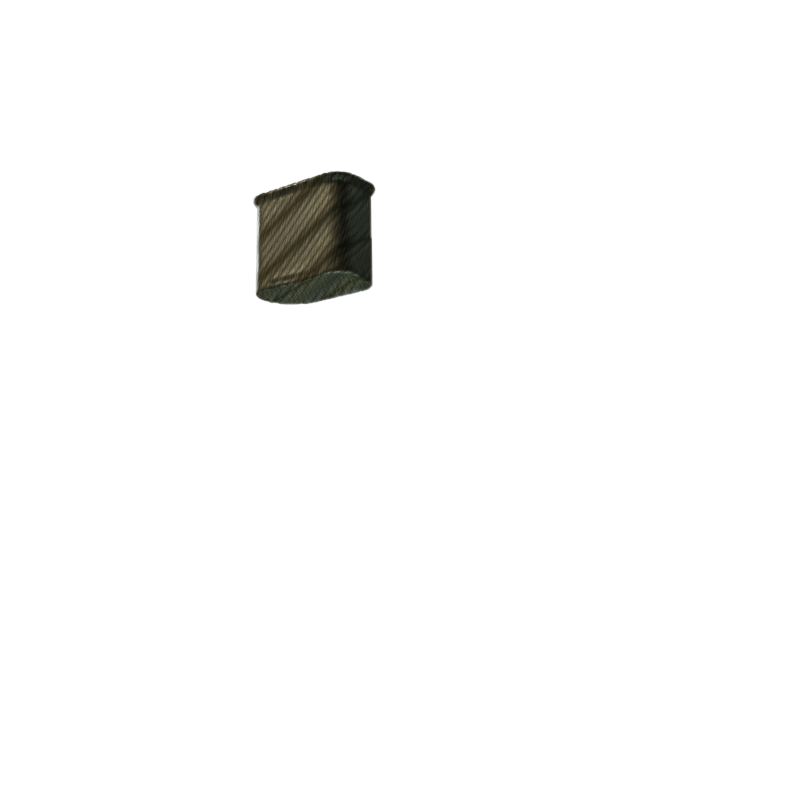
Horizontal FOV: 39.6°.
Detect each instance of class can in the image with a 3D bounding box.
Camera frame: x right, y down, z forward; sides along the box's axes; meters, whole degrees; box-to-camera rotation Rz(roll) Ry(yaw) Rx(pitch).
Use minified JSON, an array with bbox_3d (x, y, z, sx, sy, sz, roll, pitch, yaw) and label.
[{"bbox_3d":[-0.070,-0.127,0.889,0.104,0.088,0.054,-12,-21,34],"label":"can"}]
